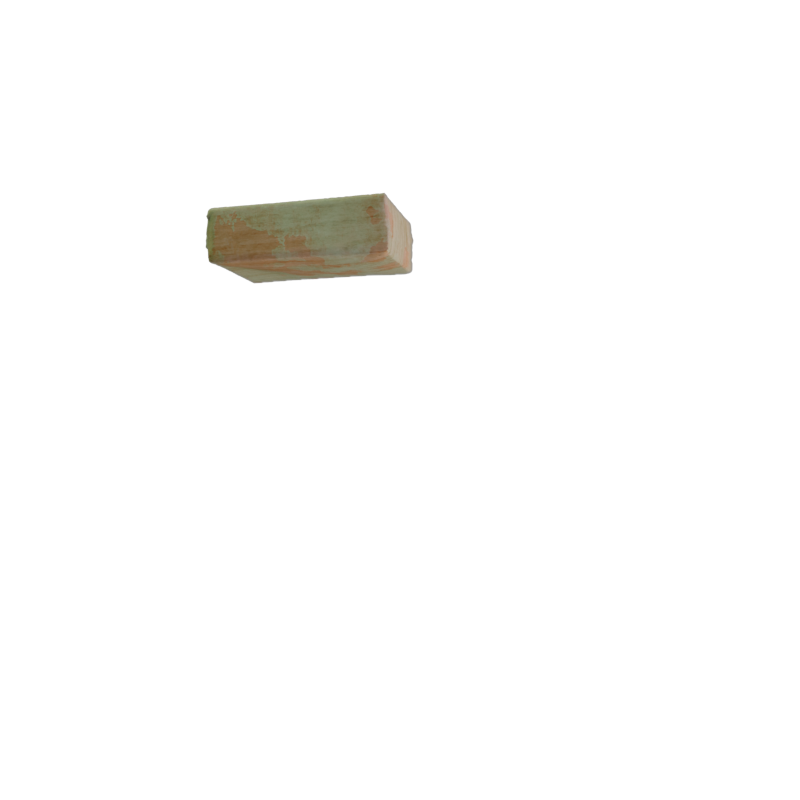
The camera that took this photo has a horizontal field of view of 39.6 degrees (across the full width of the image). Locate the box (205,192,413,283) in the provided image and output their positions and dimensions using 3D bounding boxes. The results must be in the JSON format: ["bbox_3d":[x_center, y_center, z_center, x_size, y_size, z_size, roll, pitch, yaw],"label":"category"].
[{"bbox_3d":[-0.054,-0.099,0.694,0.115,0.039,0.087,-1,-3,12],"label":"box"}]
